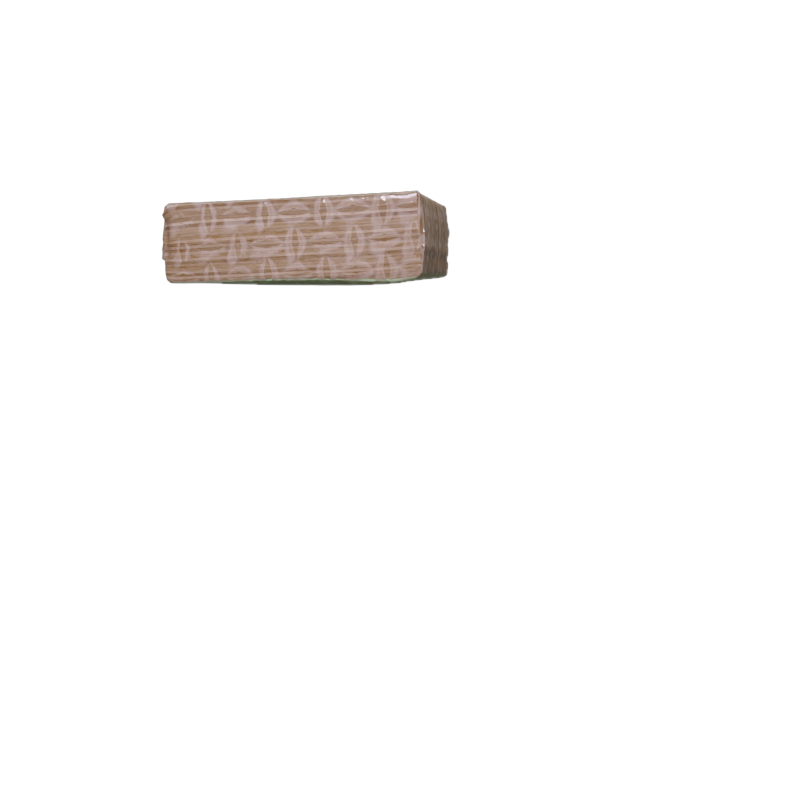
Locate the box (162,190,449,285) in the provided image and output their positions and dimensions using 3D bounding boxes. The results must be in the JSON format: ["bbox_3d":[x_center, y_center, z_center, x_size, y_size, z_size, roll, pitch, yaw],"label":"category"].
[{"bbox_3d":[-0.039,-0.071,0.500,0.115,0.039,0.089,1,6,12],"label":"box"}]
